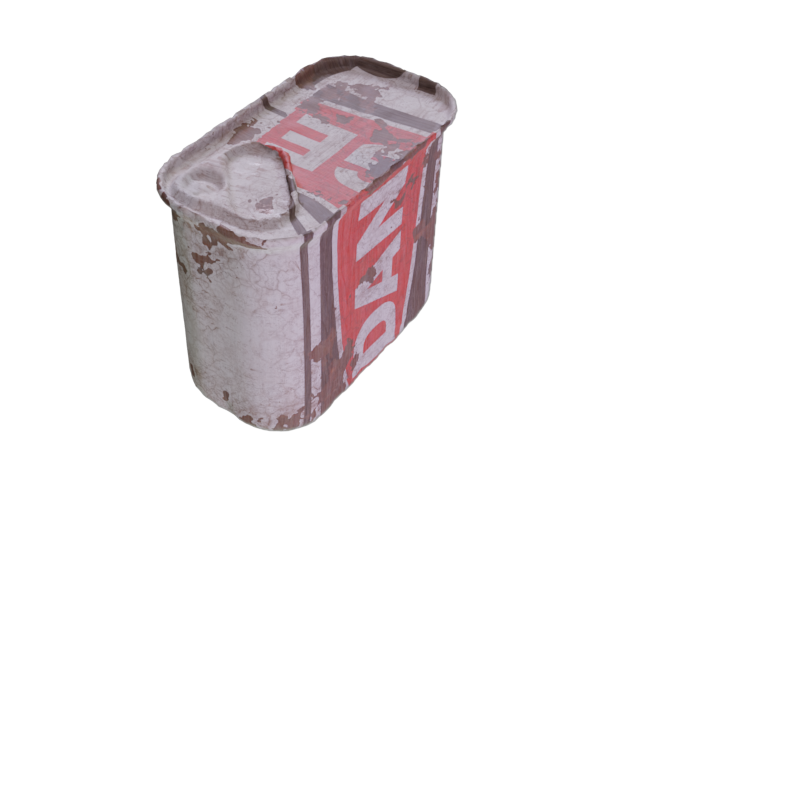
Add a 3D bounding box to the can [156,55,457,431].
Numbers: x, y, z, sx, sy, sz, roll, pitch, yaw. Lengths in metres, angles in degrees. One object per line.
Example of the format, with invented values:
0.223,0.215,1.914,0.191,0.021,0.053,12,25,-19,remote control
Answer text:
-0.029,-0.052,0.366,0.060,0.078,0.104,26,49,23,can
